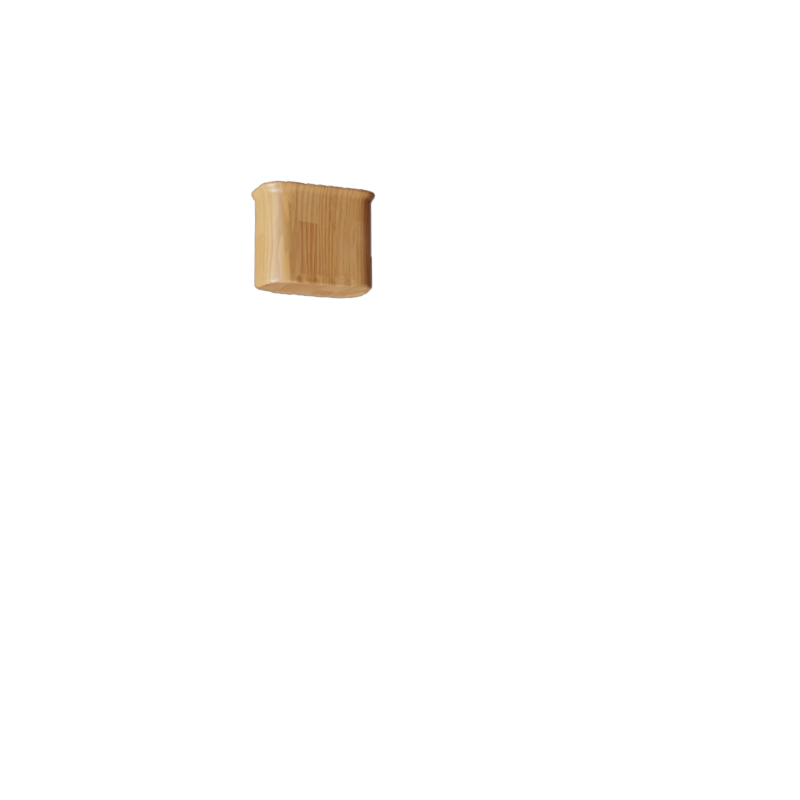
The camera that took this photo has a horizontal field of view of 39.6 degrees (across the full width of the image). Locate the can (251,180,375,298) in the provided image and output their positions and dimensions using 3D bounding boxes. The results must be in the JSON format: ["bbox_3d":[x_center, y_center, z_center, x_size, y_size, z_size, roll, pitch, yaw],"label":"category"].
[{"bbox_3d":[-0.072,-0.132,0.924,0.099,0.086,0.058,3,-11,-23],"label":"can"}]
